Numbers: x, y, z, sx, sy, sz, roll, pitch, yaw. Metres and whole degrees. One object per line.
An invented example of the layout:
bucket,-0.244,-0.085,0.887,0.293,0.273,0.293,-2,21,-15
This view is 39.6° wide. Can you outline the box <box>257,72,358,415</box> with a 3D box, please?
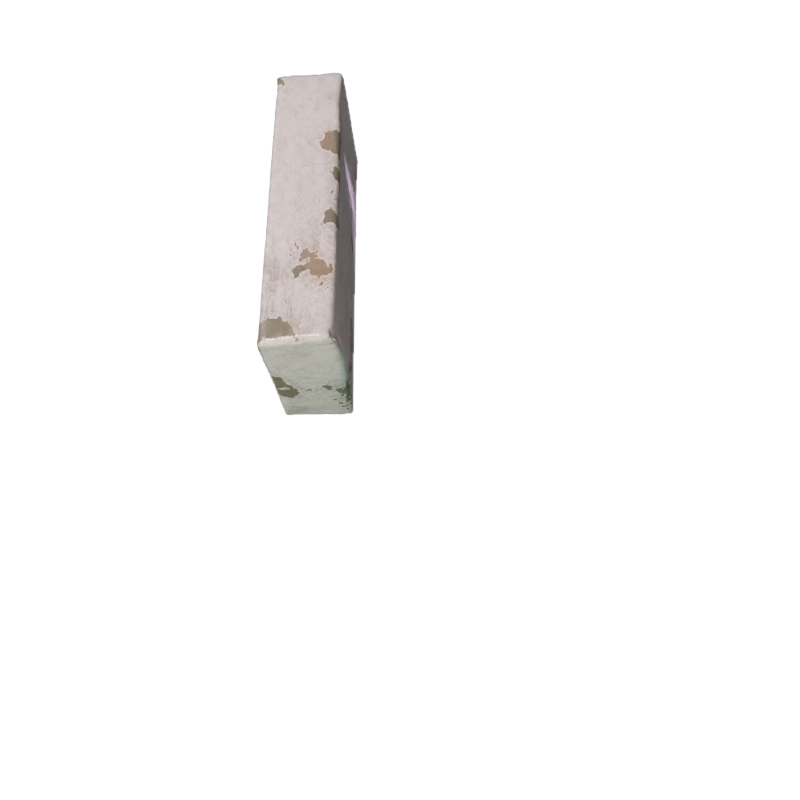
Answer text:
box,-0.050,-0.091,0.637,0.048,0.188,0.087,-4,-30,3
